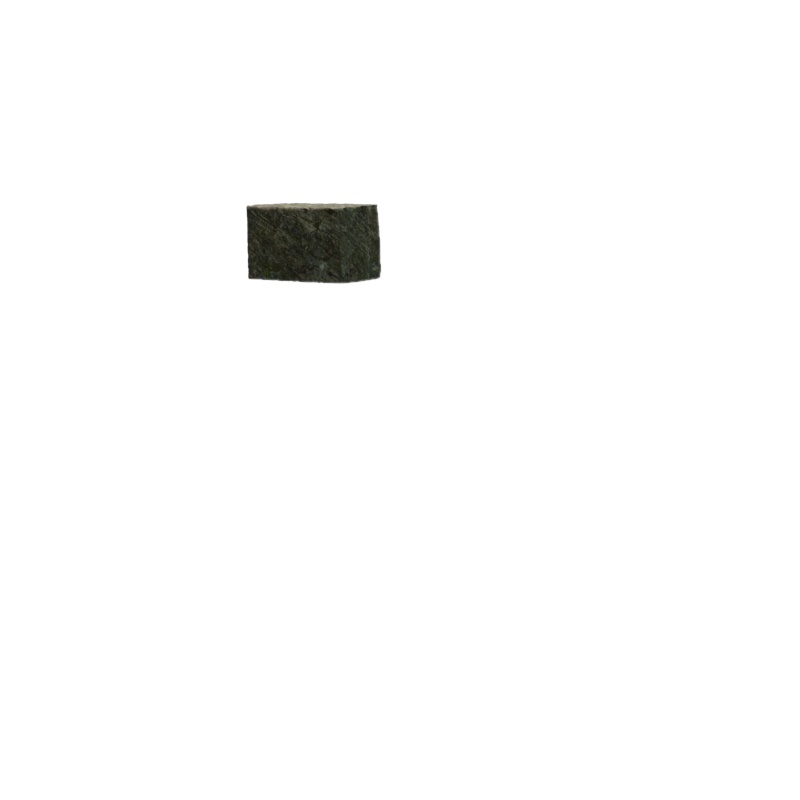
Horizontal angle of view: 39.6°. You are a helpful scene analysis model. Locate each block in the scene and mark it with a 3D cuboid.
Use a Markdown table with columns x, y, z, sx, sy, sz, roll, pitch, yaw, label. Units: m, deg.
| x | y | z | sx | sy | sz | roll | pitch | yaw | label |
| --- | --- | --- | --- | --- | --- | --- | --- | --- | --- |
| -0.059 | -0.108 | 0.754 | 0.081 | 0.051 | 0.052 | 5 | 9 | 28 | block |
